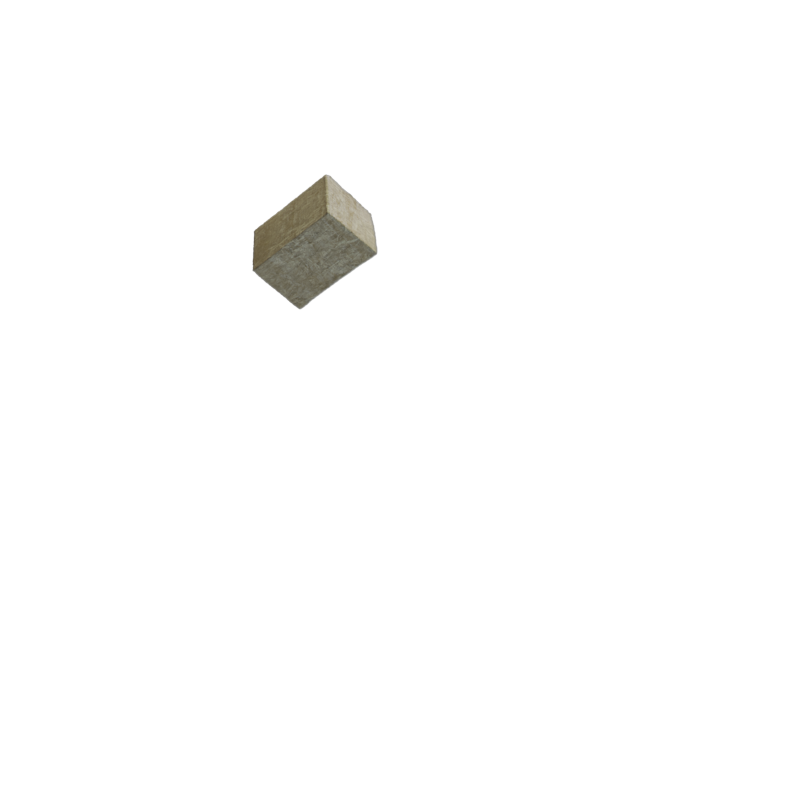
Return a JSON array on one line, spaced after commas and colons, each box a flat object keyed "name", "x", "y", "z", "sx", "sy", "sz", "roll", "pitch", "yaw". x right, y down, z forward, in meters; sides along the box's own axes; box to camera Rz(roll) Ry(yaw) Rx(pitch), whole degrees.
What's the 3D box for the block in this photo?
[{"name": "block", "x": -0.063, "y": -0.116, "z": 0.809, "sx": 0.077, "sy": 0.055, "sz": 0.049, "roll": -33, "pitch": -55, "yaw": 24}]
